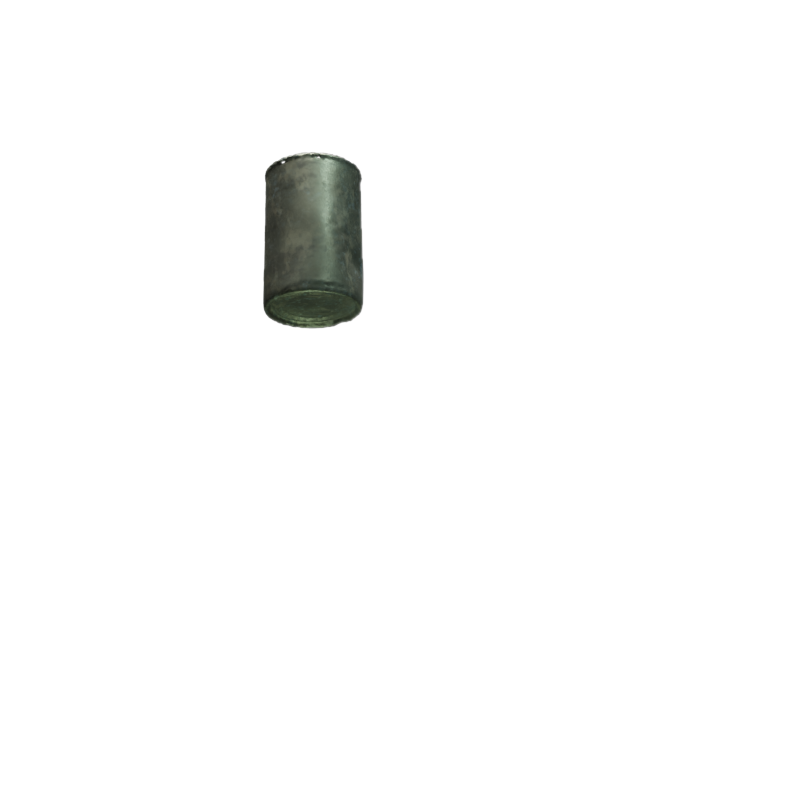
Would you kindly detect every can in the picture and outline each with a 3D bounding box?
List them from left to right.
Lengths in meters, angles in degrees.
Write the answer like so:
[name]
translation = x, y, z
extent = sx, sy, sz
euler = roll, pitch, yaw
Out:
[can]
translation = -0.059, -0.108, 0.755
extent = 0.068, 0.108, 0.065
euler = 0, -23, -2
